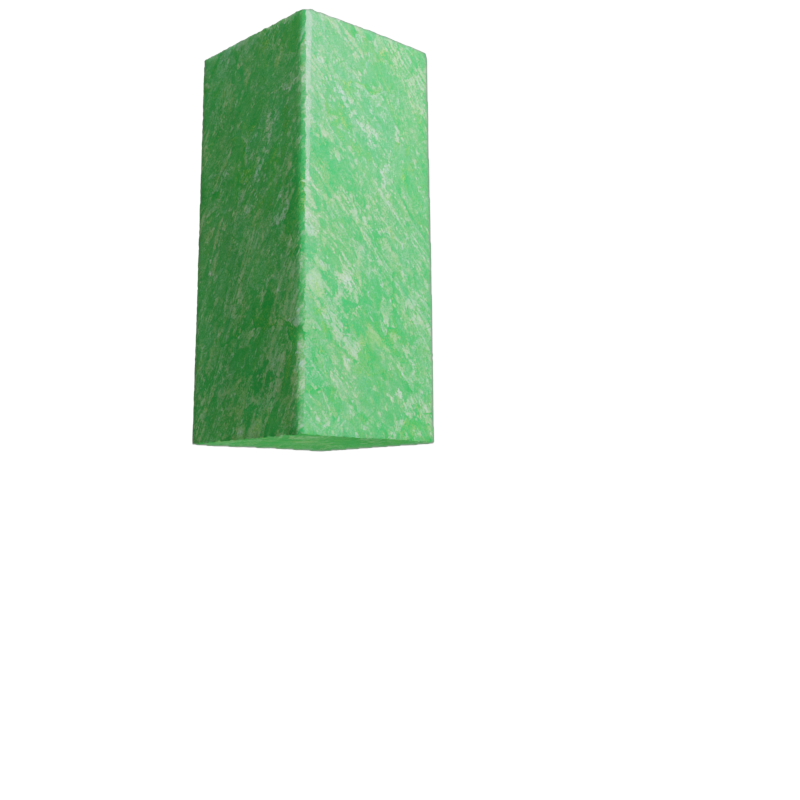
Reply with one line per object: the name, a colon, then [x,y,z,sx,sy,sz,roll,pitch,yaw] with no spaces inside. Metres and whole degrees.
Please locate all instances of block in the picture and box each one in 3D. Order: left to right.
block: [-0.044,-0.082,0.573,0.086,0.213,0.092,11,-17,-42]
